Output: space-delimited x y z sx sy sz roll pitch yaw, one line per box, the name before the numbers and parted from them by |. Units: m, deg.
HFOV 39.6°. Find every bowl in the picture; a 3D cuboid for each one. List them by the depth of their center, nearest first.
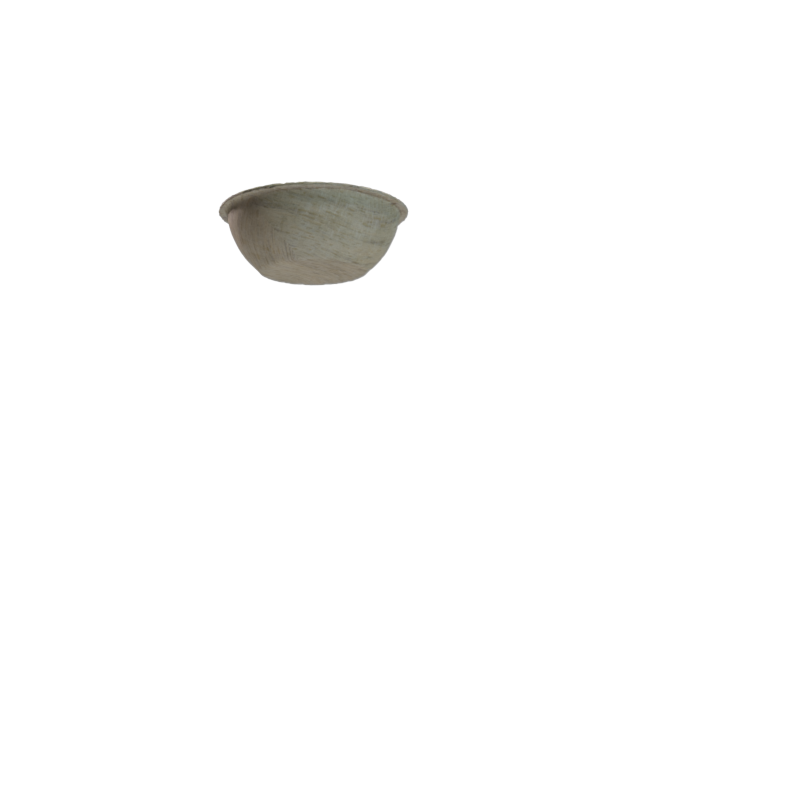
bowl | -0.074 -0.134 0.941 0.162 0.057 0.158 0 -9 -2
